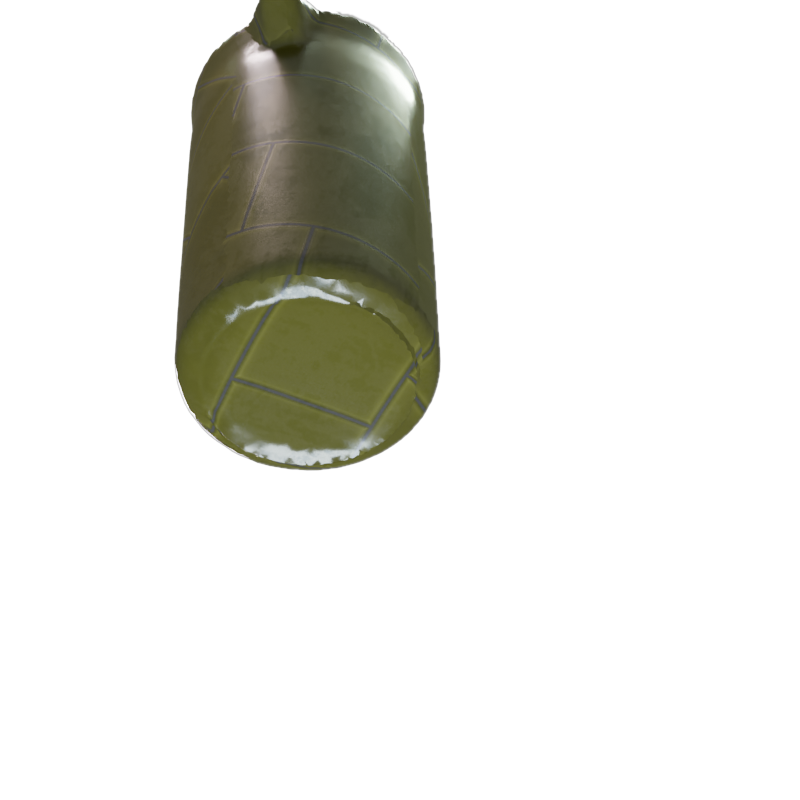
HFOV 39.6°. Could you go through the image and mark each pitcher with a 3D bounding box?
[{"bbox_3d":[-0.043,-0.078,0.547,0.142,0.142,0.260,29,31,-23],"label":"pitcher"}]
